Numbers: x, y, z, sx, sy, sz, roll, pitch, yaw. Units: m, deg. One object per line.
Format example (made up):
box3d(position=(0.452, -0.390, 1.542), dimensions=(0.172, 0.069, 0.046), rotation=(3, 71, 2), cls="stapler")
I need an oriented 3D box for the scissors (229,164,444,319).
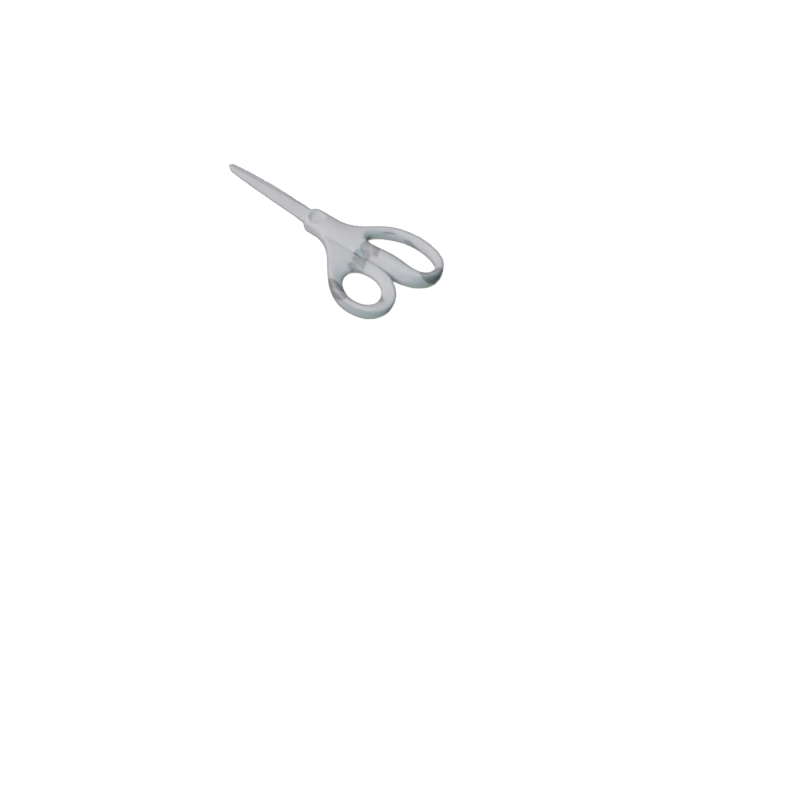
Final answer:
box3d(position=(-0.067, -0.122, 0.852), dimensions=(0.209, 0.100, 0.015), rotation=(22, -37, 17), cls="scissors")
